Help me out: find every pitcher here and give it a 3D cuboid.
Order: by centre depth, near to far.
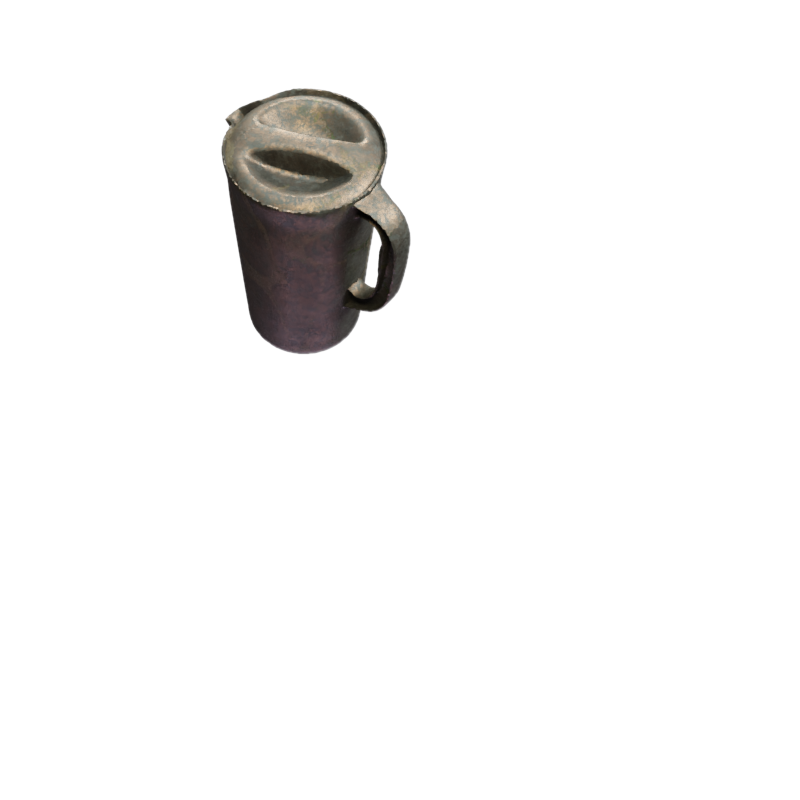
[{"bbox_3d":[-0.076,-0.139,0.971,0.144,0.160,0.227,-4,-32,-5],"label":"pitcher"}]
